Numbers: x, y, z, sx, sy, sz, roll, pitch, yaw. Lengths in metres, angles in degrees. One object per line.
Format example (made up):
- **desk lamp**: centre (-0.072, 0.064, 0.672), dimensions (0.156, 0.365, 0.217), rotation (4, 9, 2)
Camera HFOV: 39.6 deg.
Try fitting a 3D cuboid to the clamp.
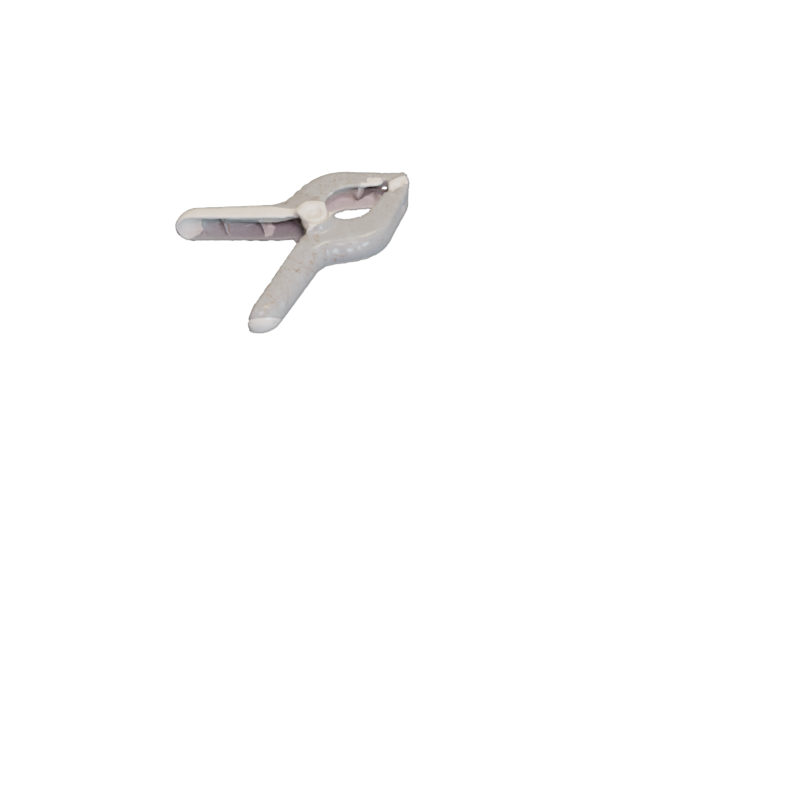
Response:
- **clamp**: centre (-0.061, -0.112, 0.785), dimensions (0.170, 0.129, 0.037), rotation (-20, -32, -14)
